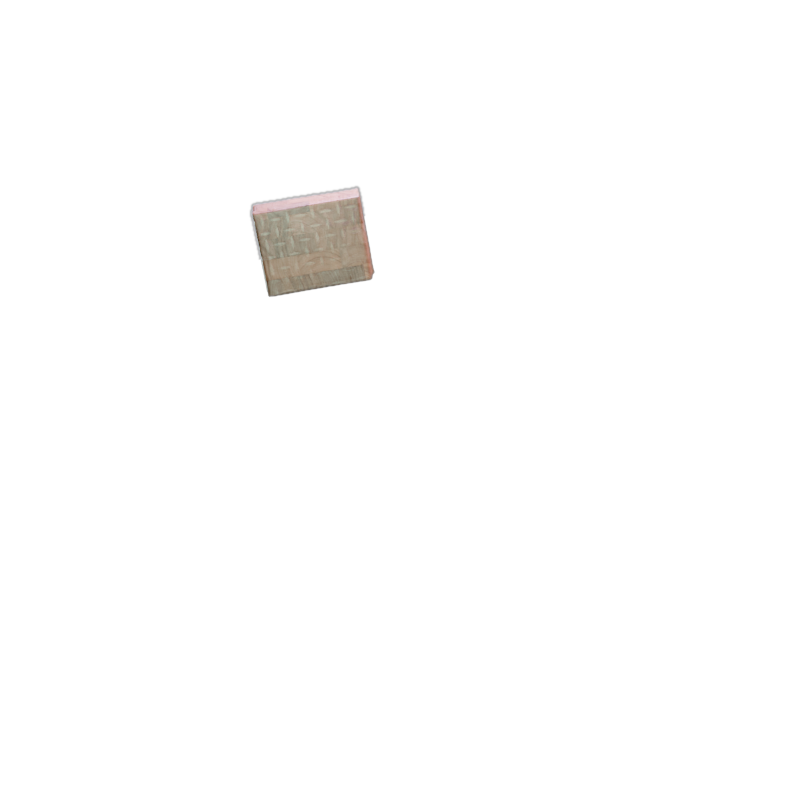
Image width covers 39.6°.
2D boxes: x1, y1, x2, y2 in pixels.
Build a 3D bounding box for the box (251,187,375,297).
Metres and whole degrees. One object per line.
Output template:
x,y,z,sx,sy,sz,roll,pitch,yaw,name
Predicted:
-0.070,-0.128,0.899,0.089,0.070,0.032,-9,20,3,box
